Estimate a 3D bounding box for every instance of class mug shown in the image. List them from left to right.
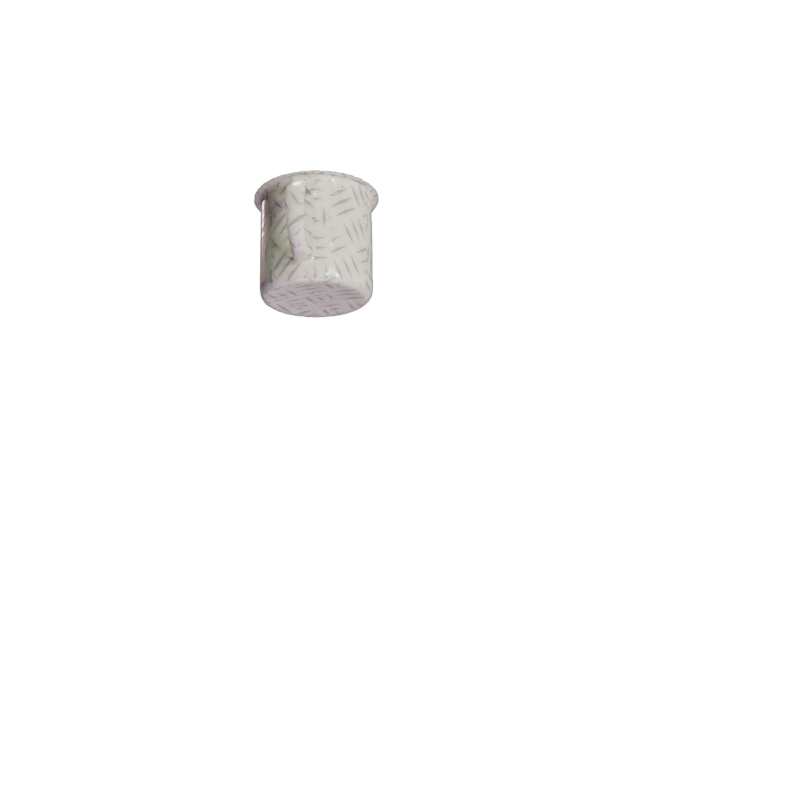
[{"bbox_3d":[-0.063,-0.114,0.799,0.094,0.086,0.110,-3,-20,7],"label":"mug"}]
